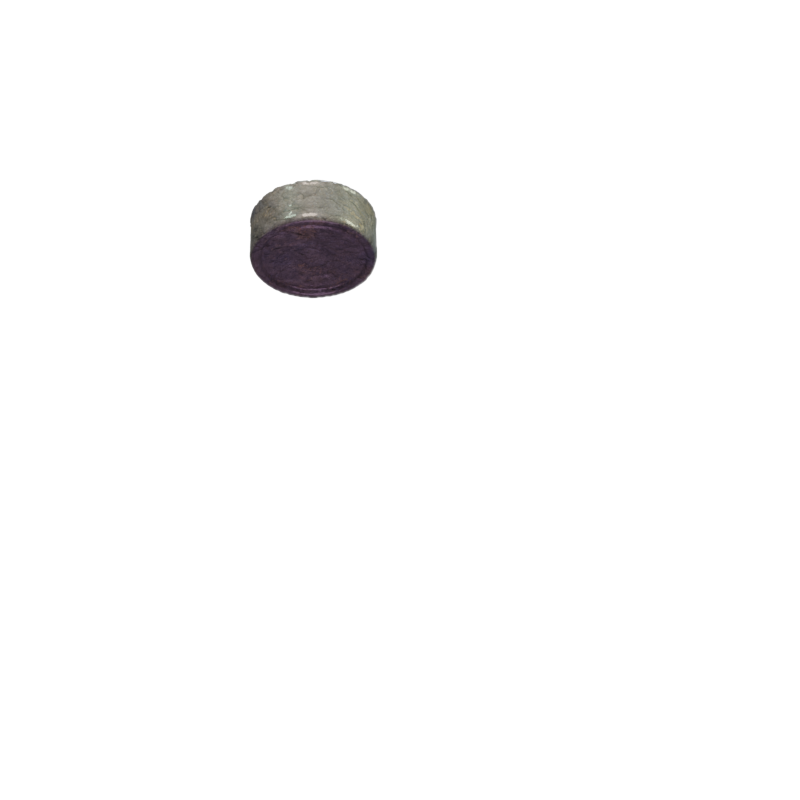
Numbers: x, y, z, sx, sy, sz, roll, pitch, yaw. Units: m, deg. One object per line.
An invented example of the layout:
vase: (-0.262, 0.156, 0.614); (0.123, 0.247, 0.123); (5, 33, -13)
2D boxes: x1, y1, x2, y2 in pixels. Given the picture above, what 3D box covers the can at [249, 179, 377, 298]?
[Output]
can: (-0.058, -0.106, 0.740); (0.086, 0.036, 0.080); (1, -35, -2)
